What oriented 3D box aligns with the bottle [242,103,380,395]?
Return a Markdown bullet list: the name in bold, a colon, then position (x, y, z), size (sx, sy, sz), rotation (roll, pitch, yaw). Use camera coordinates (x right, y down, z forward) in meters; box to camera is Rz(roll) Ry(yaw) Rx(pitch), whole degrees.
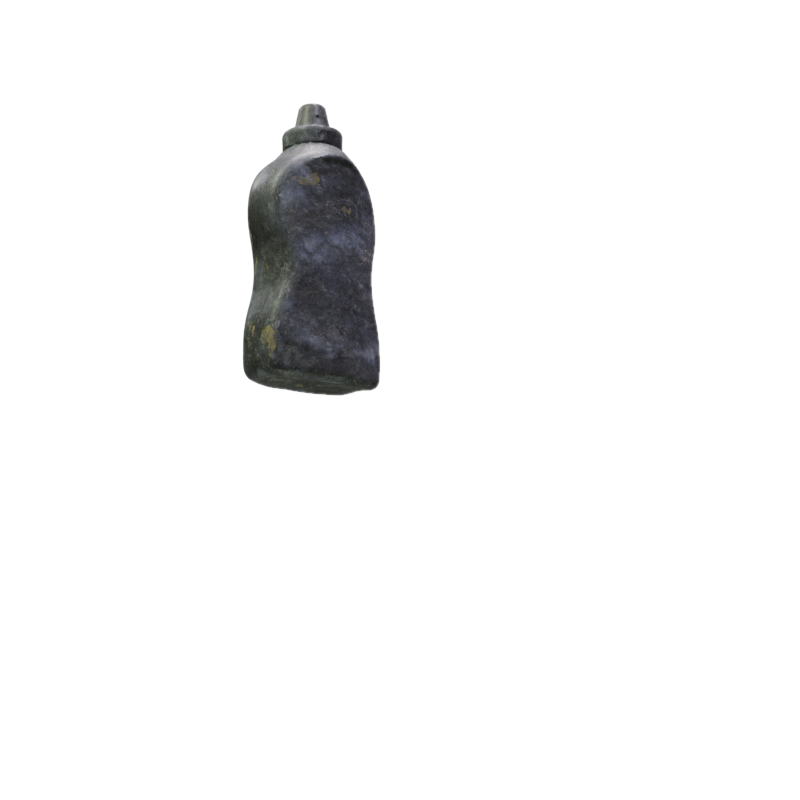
- **bottle**: position (-0.057, -0.104, 0.727), size (0.091, 0.199, 0.059), rotation (13, -21, -42)
